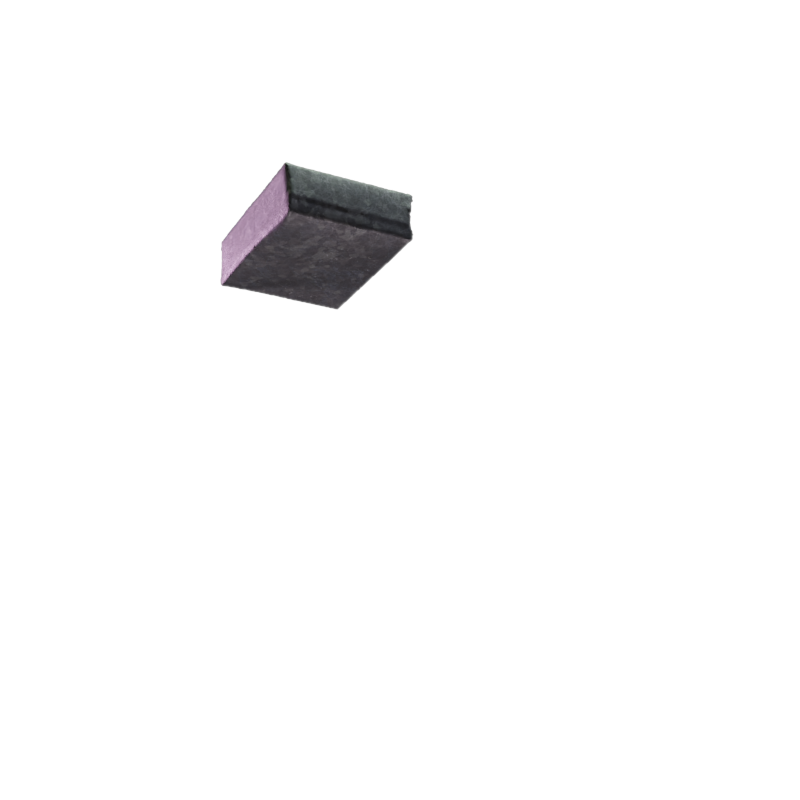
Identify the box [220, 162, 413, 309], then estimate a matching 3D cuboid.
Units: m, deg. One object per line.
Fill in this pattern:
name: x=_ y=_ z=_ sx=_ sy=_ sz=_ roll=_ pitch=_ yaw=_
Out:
box: x=-0.057 y=-0.103 z=0.724 sx=0.086 sy=0.041 sz=0.112 roll=11 pitch=-24 yaw=-26
